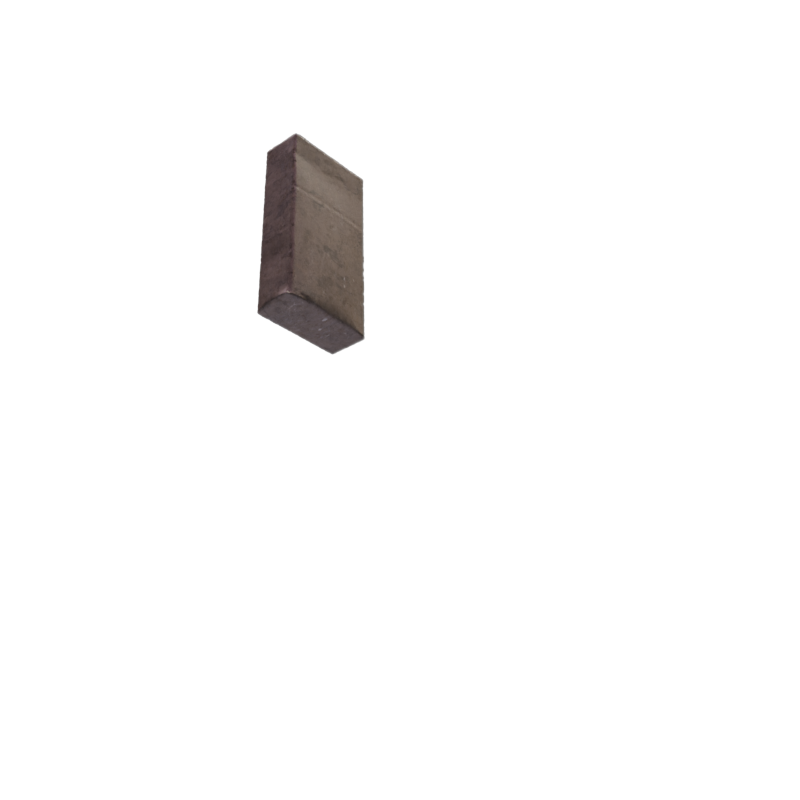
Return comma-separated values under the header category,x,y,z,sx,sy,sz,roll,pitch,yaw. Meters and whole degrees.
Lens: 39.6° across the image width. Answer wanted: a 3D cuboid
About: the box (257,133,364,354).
category,x,y,z,sx,sy,sz,roll,pitch,yaw
box,-0.076,-0.138,0.969,0.048,0.189,0.087,-30,-44,33
